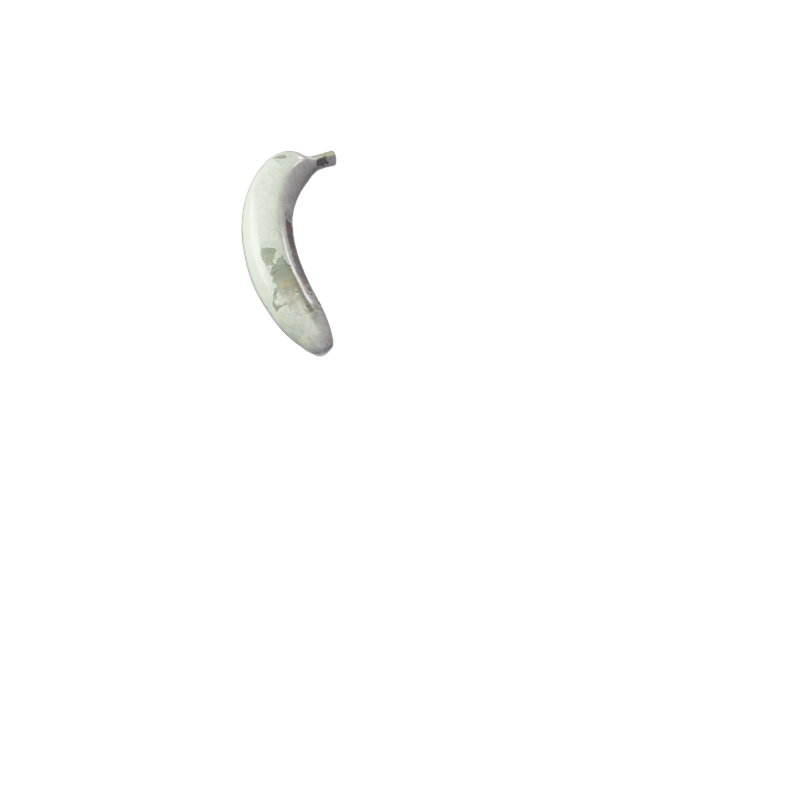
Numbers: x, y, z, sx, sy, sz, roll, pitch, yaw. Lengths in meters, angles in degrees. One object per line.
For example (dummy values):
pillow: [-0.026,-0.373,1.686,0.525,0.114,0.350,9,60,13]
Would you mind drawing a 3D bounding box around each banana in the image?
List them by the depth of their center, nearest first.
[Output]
banana: [-0.081,-0.119,0.806,0.069,0.212,0.034,0,-37,-1]
